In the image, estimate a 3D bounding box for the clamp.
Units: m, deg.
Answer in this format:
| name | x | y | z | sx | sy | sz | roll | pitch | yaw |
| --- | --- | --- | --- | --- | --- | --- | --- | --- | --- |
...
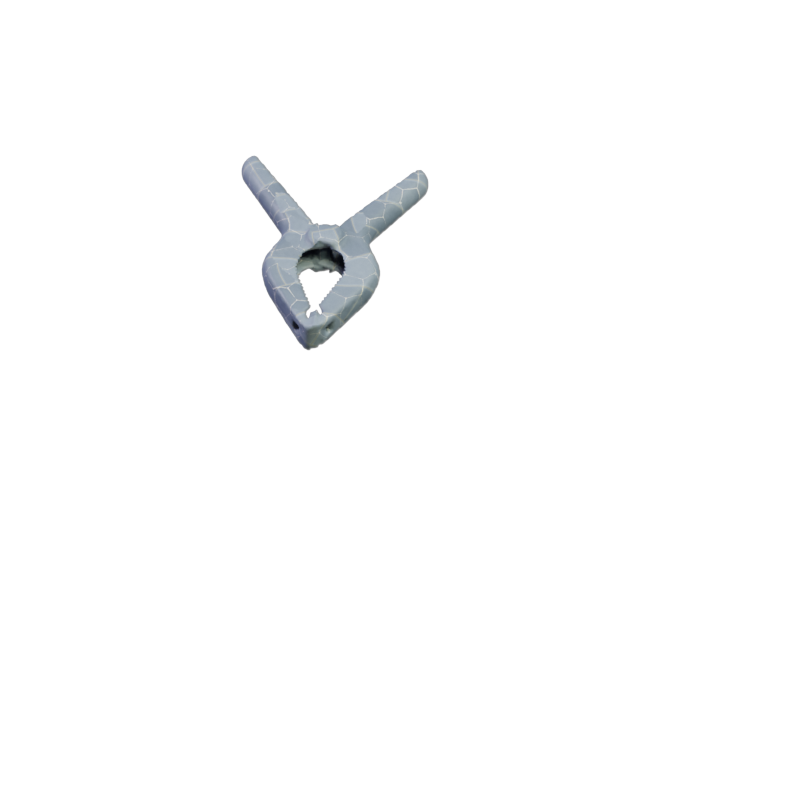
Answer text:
| name | x | y | z | sx | sy | sz | roll | pitch | yaw |
| --- | --- | --- | --- | --- | --- | --- | --- | --- | --- |
| clamp | -0.072 | -0.132 | 0.921 | 0.167 | 0.222 | 0.034 | 8 | -42 | 7 |
